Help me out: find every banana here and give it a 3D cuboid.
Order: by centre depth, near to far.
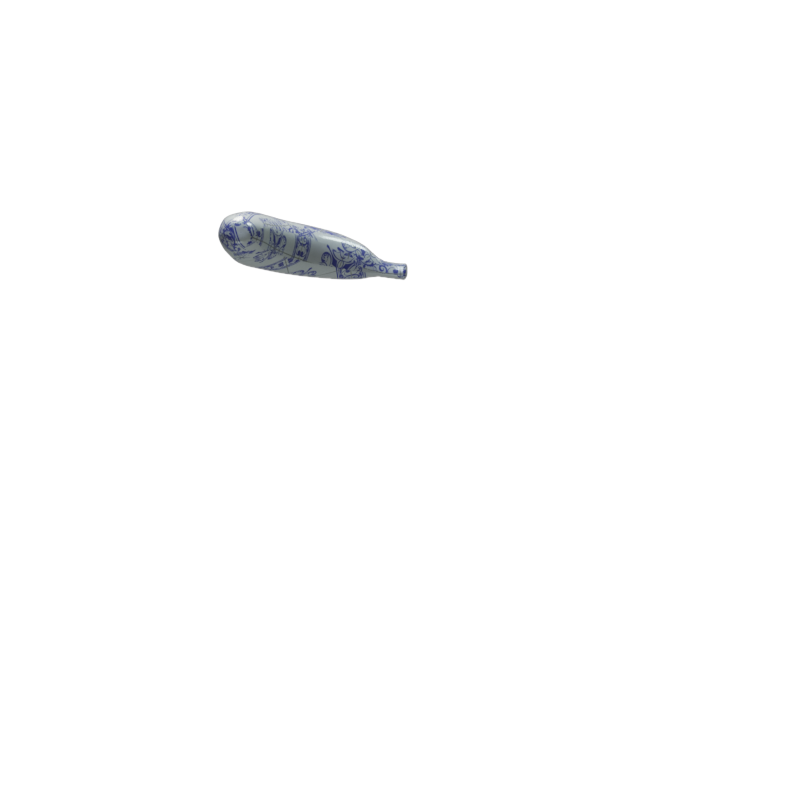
[{"bbox_3d":[-0.073,-0.109,0.776,0.072,0.037,0.189,-2,-1,34],"label":"banana"}]
